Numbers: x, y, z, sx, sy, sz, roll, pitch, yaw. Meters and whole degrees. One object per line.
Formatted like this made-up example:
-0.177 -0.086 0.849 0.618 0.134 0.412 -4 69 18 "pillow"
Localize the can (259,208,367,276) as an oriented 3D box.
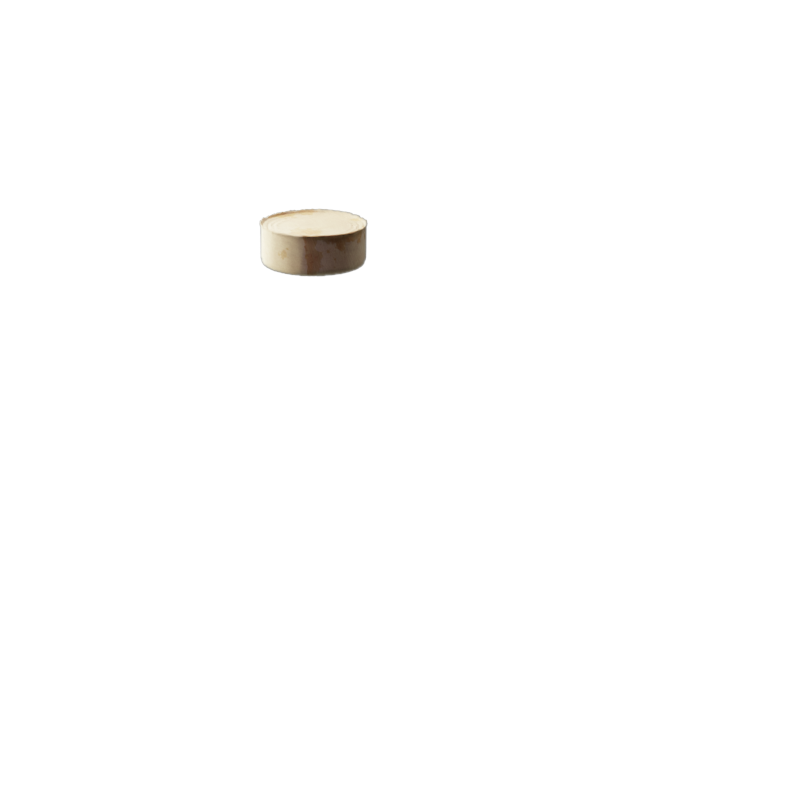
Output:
-0.069 -0.126 0.882 0.086 0.032 0.090 -1 22 -2 "can"
